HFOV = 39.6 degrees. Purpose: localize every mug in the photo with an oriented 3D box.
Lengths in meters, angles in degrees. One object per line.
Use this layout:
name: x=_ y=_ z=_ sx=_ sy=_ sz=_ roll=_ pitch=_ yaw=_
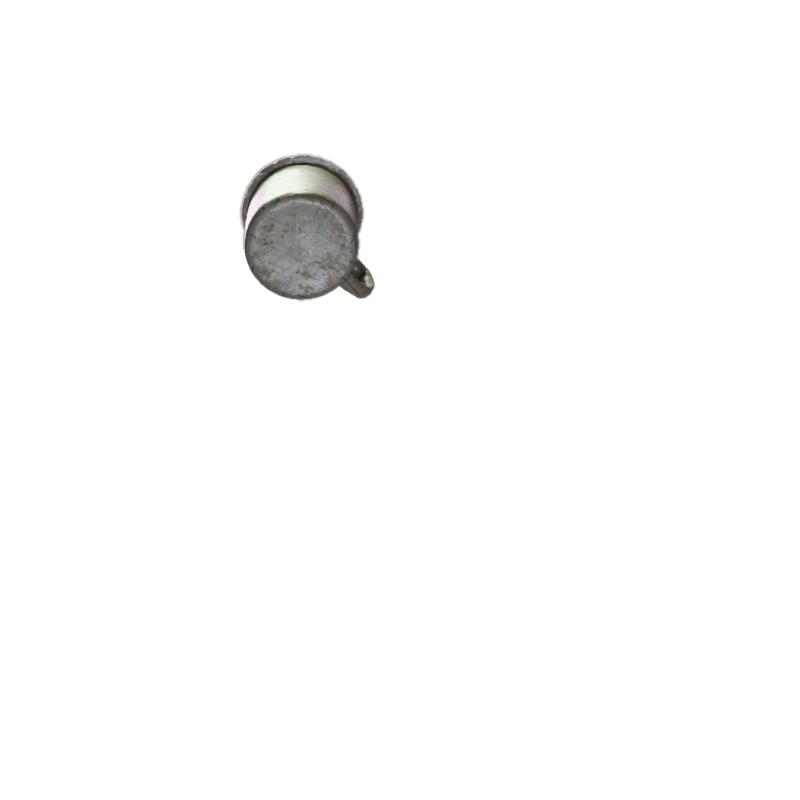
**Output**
mug: x=-0.064 y=-0.116 z=0.814 sx=0.092 sy=0.113 sz=0.086 roll=-41 pitch=18 yaw=14
